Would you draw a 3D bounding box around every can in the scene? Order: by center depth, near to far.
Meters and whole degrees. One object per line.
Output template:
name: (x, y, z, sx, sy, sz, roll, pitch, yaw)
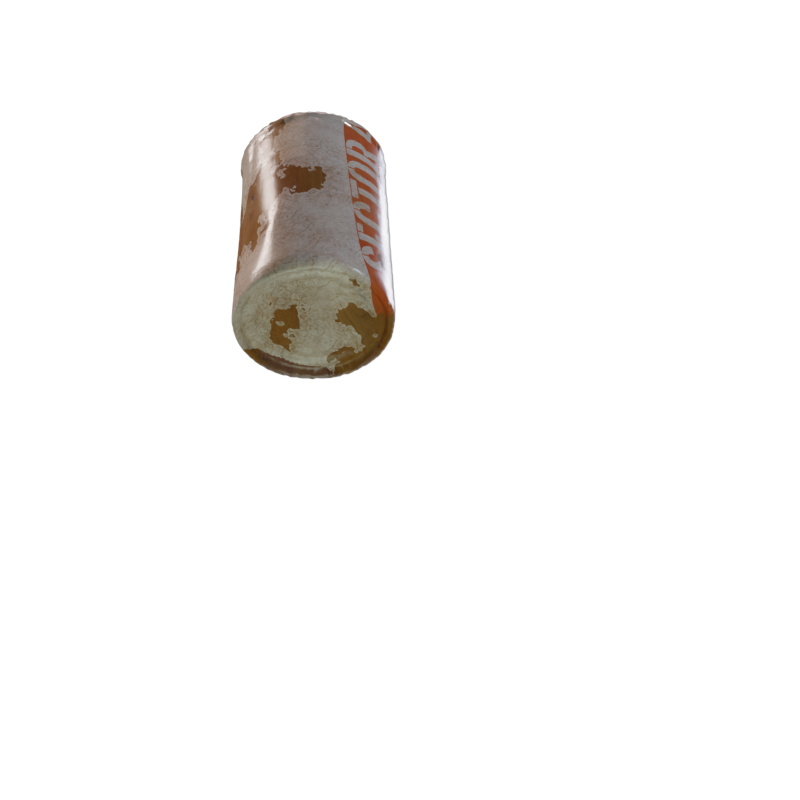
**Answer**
can: (-0.038, -0.069, 0.481, 0.068, 0.110, 0.064, -1, -45, -3)
